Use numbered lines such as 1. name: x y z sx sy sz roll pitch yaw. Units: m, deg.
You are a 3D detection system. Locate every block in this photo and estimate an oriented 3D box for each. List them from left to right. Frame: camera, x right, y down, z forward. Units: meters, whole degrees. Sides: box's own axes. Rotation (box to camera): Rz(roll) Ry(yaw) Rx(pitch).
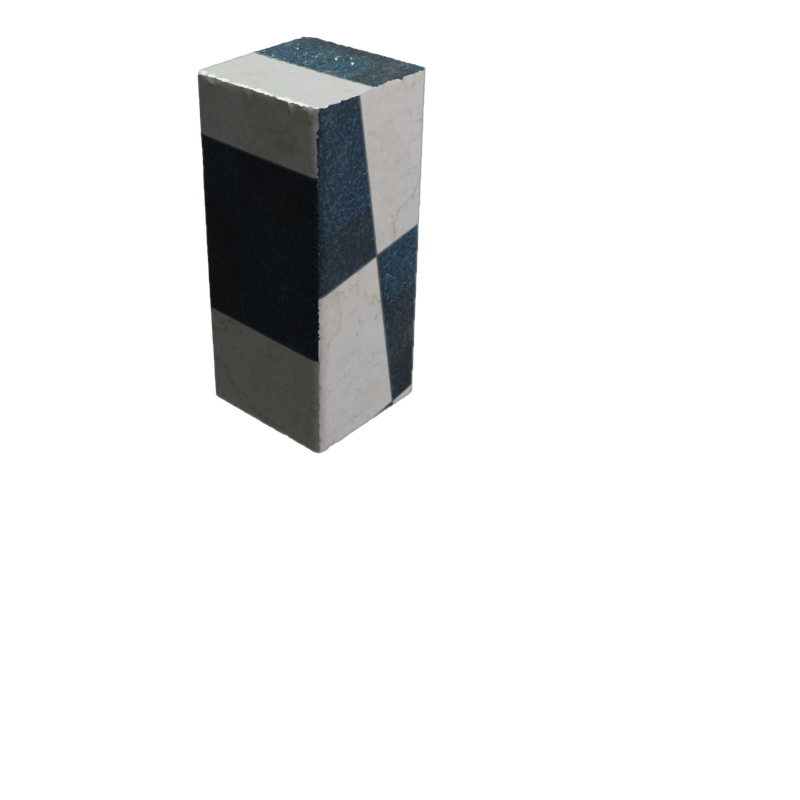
1. block: -0.050 -0.090 0.631 0.096 0.194 0.090 25 37 34
